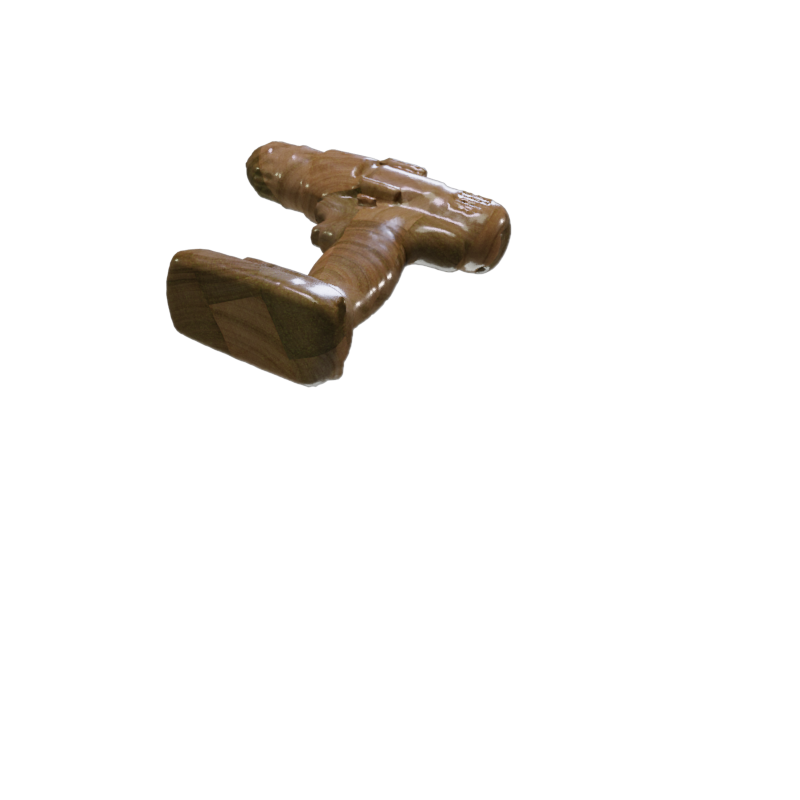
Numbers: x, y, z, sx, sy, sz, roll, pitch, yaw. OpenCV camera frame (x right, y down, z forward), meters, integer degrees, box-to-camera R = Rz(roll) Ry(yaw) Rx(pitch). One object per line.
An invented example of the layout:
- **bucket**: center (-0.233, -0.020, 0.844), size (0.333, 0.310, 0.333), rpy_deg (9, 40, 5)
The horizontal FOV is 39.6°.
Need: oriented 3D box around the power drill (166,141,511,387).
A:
- **power drill**: center (-0.051, -0.093, 0.650), size (0.193, 0.054, 0.191), rpy_deg (19, 39, 24)
